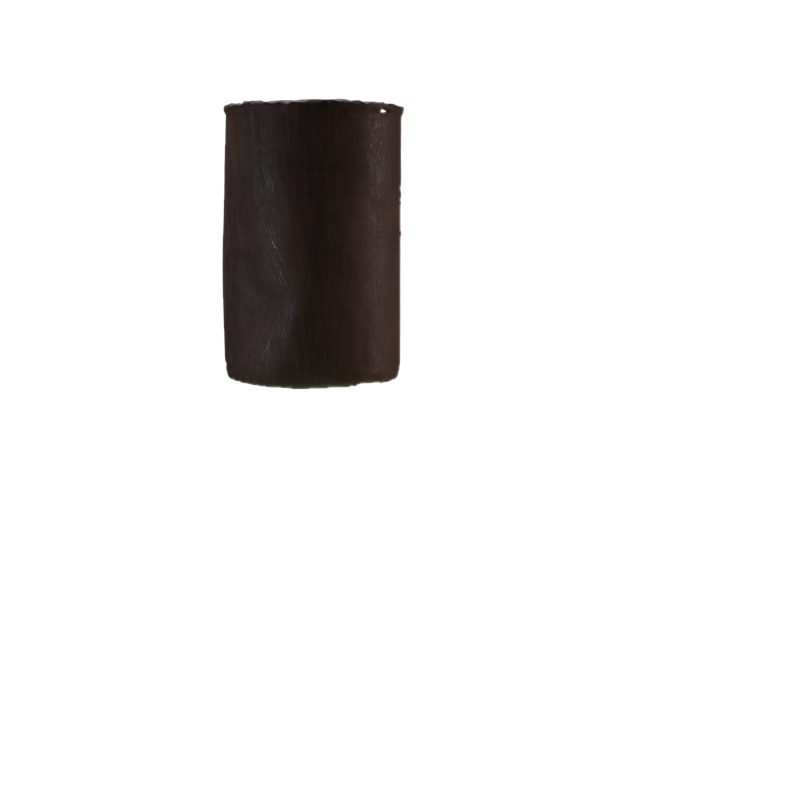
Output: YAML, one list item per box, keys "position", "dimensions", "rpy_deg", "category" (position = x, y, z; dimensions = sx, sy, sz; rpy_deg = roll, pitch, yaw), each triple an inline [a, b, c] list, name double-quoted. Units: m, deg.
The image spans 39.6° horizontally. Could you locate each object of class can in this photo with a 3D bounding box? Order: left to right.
- position: [-0.033, -0.060, 0.419]
  dimensions: [0.068, 0.102, 0.069]
  rpy_deg: [0, 4, -2]
  category: "can"
